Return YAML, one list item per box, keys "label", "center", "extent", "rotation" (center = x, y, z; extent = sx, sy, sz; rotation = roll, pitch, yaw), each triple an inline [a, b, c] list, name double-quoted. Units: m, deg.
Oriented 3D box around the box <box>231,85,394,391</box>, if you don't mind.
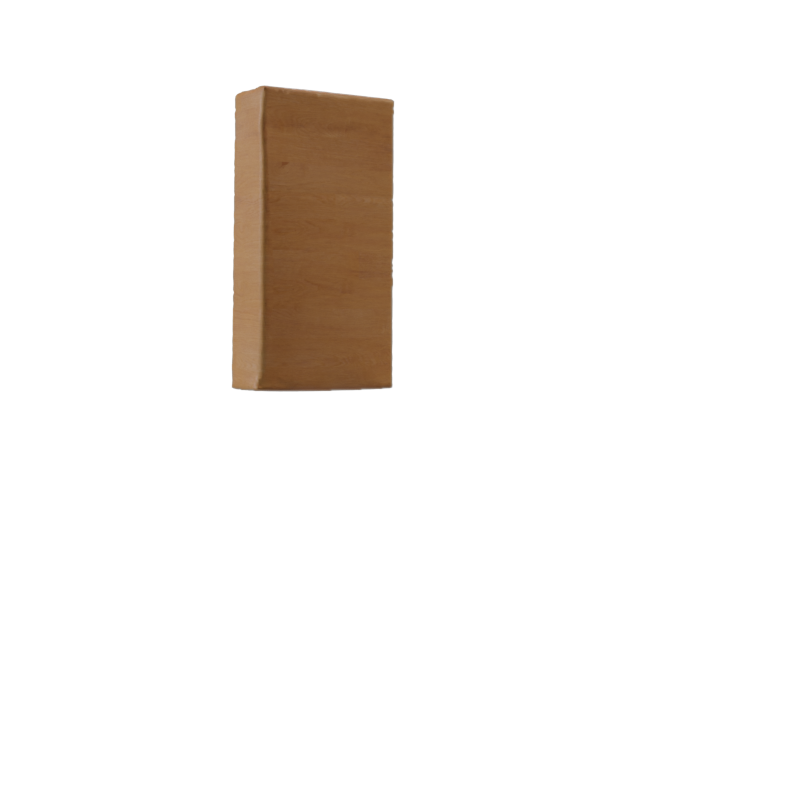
- label: "box"
  center: [-0.052, -0.095, 0.664]
  extent: [0.090, 0.178, 0.049]
  rotation: [1, -4, -32]
